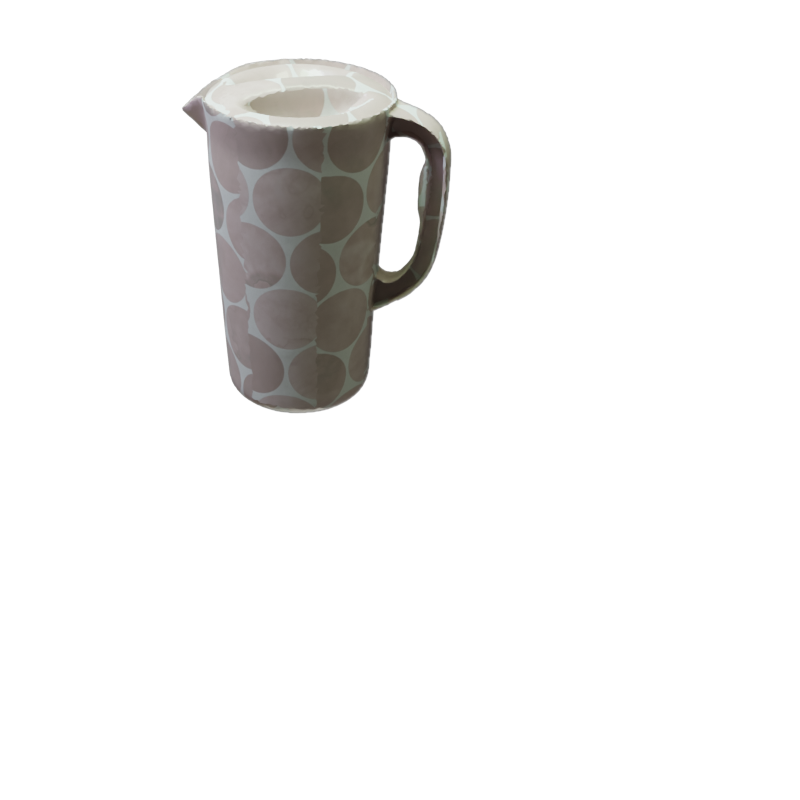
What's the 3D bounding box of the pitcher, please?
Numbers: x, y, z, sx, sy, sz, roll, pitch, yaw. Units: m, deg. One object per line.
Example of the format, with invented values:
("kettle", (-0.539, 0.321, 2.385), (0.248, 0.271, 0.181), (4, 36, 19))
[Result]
("pitcher", (-0.063, -0.114, 0.800), (0.143, 0.229, 0.161), (-18, 36, -29))
